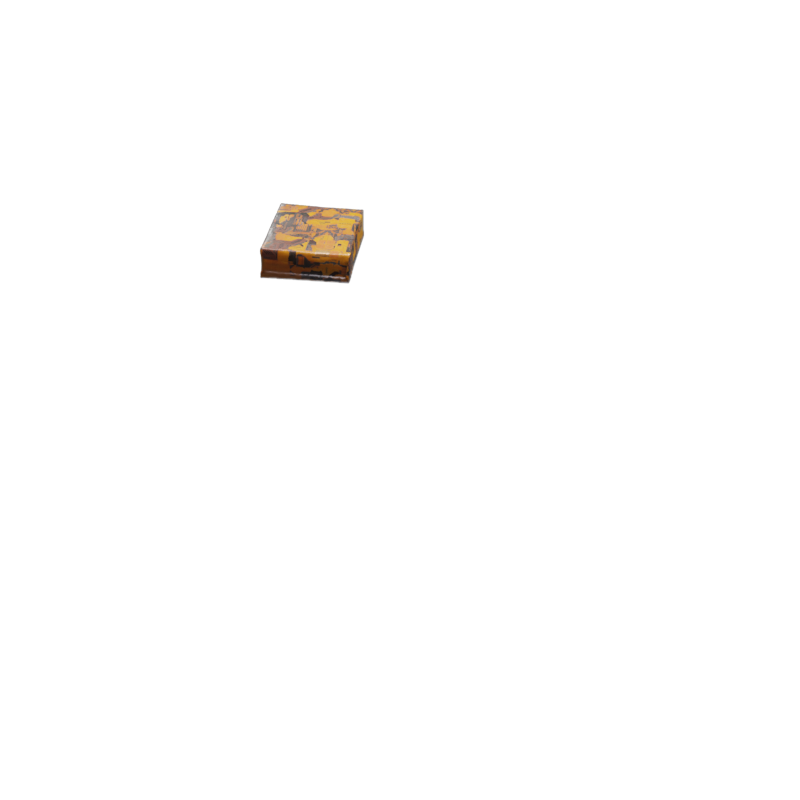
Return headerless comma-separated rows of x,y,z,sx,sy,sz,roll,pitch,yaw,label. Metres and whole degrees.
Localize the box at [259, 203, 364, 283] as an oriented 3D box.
-0.071,-0.130,0.913,0.074,0.028,0.094,4,33,6,box
